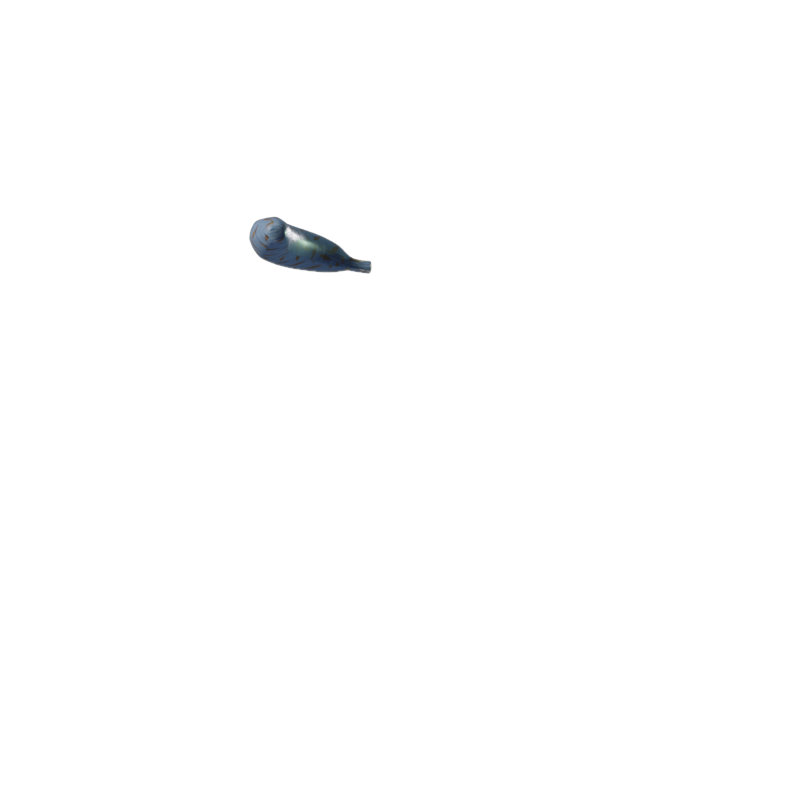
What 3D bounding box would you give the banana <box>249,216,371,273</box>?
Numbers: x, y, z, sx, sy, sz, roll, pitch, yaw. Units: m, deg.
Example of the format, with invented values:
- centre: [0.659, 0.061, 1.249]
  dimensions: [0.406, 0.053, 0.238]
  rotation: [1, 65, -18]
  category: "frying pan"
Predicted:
- centre: [-0.092, -0.139, 0.987]
  dimensions: [0.071, 0.037, 0.190]
  rotation: [-1, -1, 22]
  category: "banana"
